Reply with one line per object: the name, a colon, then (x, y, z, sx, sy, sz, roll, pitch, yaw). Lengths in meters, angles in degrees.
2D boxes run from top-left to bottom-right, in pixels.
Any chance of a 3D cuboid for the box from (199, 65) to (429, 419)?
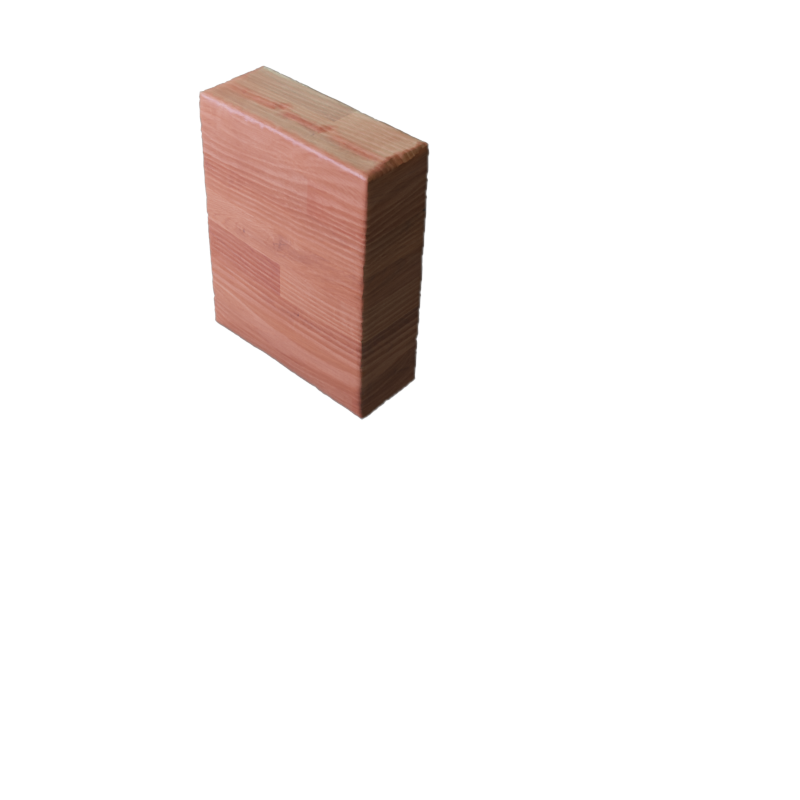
box: (-0.063, -0.116, 0.810, 0.175, 0.200, 0.072, 33, 48, 31)
